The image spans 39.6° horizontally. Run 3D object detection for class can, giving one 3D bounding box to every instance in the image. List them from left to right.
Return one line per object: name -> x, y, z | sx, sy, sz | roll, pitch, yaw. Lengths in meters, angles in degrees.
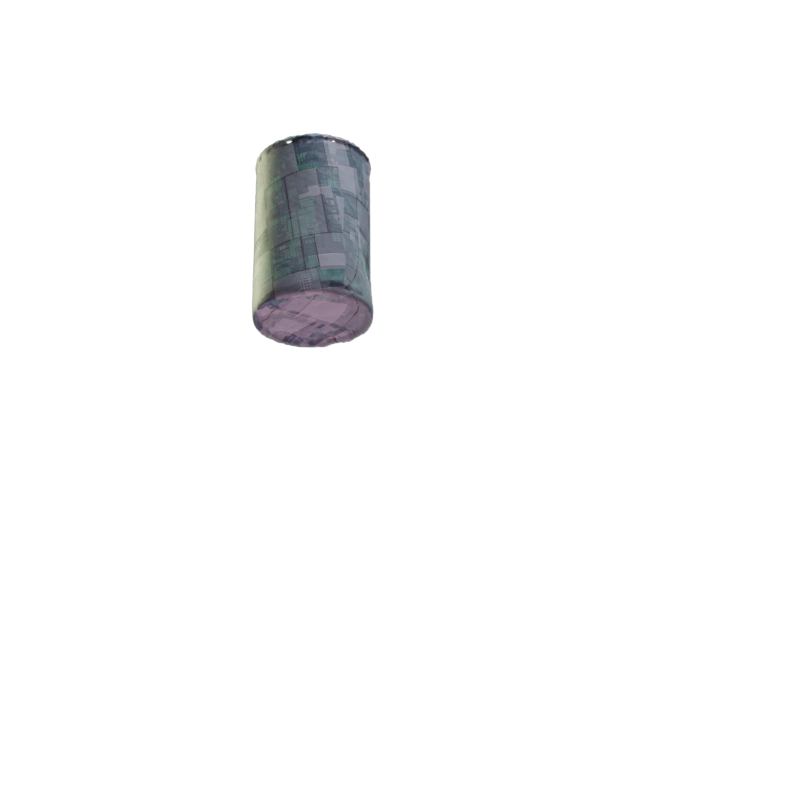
can -> -0.049, -0.089, 0.624 | 0.068, 0.109, 0.064 | 0, -29, -2
